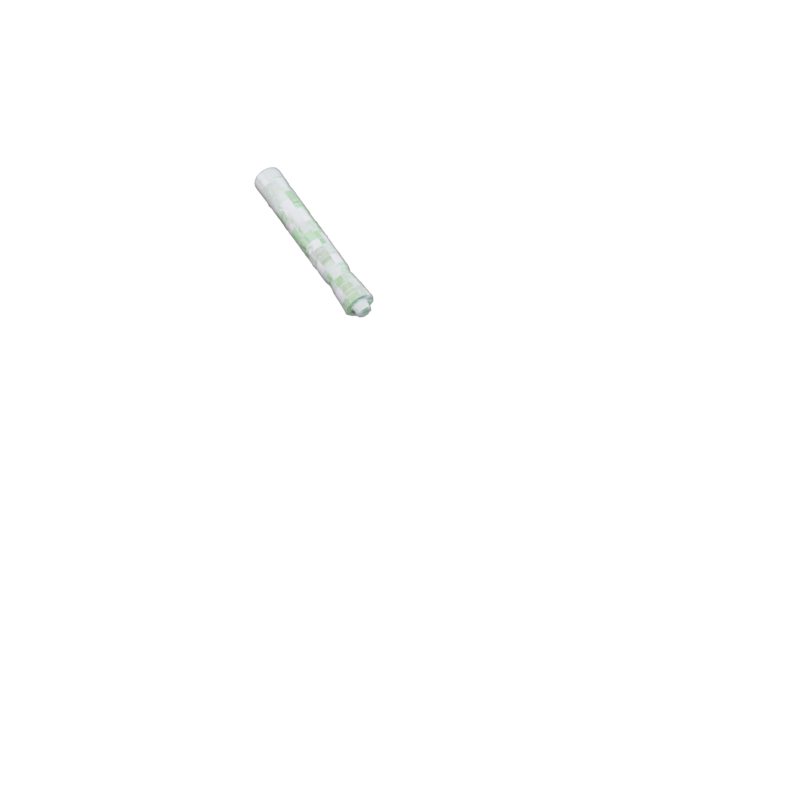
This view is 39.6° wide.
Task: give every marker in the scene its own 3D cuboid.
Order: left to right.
[{"bbox_3d":[-0.053,-0.096,0.675,0.019,0.019,0.130,-2,46,-43],"label":"marker"}]
